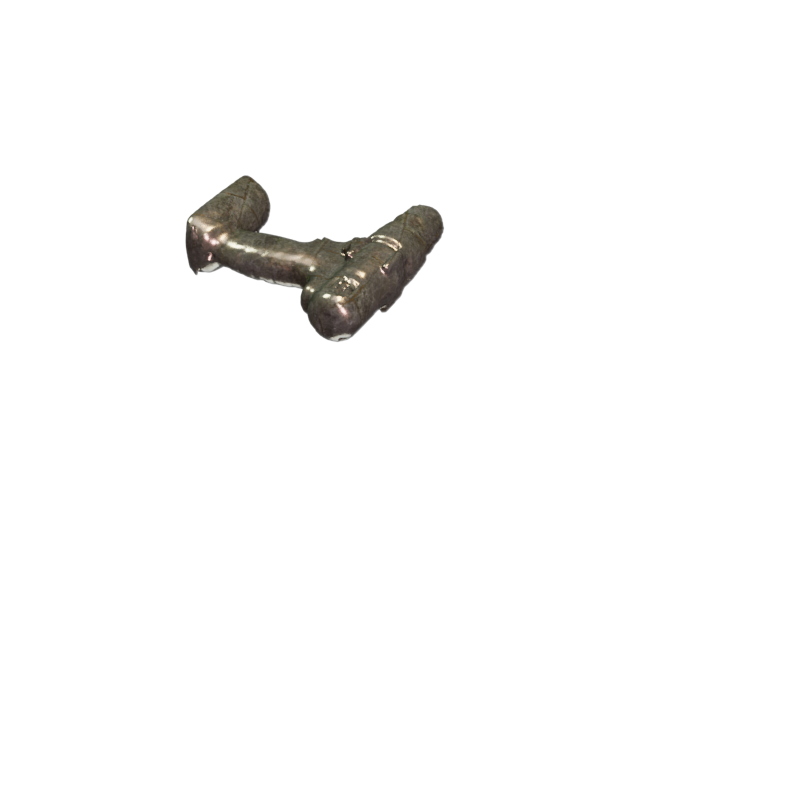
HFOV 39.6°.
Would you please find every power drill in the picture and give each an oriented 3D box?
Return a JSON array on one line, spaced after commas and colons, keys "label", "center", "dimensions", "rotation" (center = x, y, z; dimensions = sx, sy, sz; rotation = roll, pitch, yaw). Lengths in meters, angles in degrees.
[{"label": "power drill", "center": [-0.075, -0.136, 0.953], "dimensions": [0.196, 0.054, 0.188], "rotation": [19, 41, 23]}]
